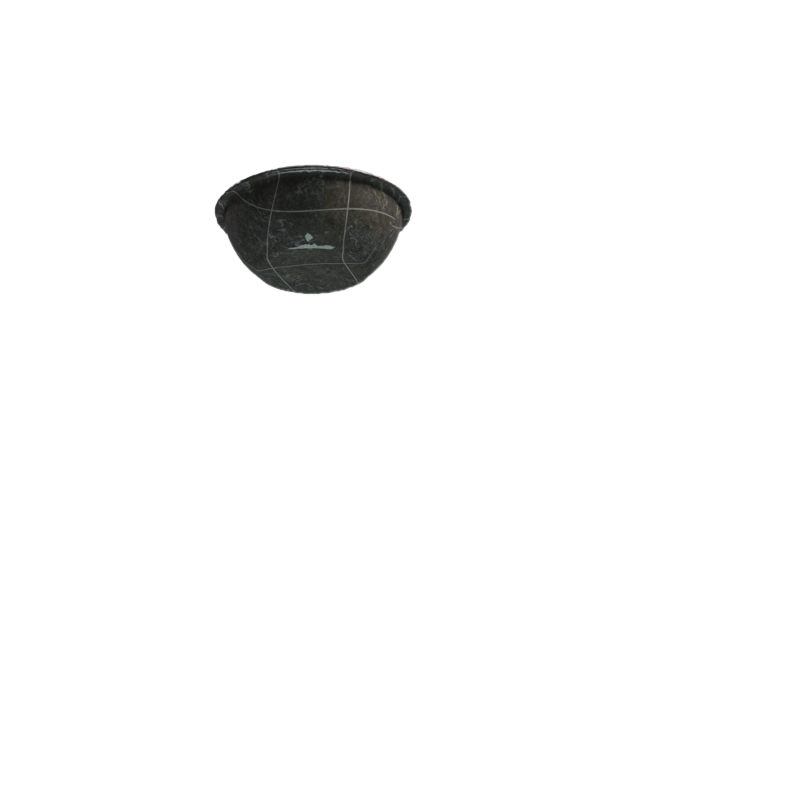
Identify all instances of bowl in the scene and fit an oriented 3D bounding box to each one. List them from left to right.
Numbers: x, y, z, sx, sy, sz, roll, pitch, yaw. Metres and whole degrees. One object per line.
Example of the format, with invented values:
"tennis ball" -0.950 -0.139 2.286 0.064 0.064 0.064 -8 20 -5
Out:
"bowl" -0.070 -0.128 0.900 0.162 0.058 0.154 0 -20 -2
